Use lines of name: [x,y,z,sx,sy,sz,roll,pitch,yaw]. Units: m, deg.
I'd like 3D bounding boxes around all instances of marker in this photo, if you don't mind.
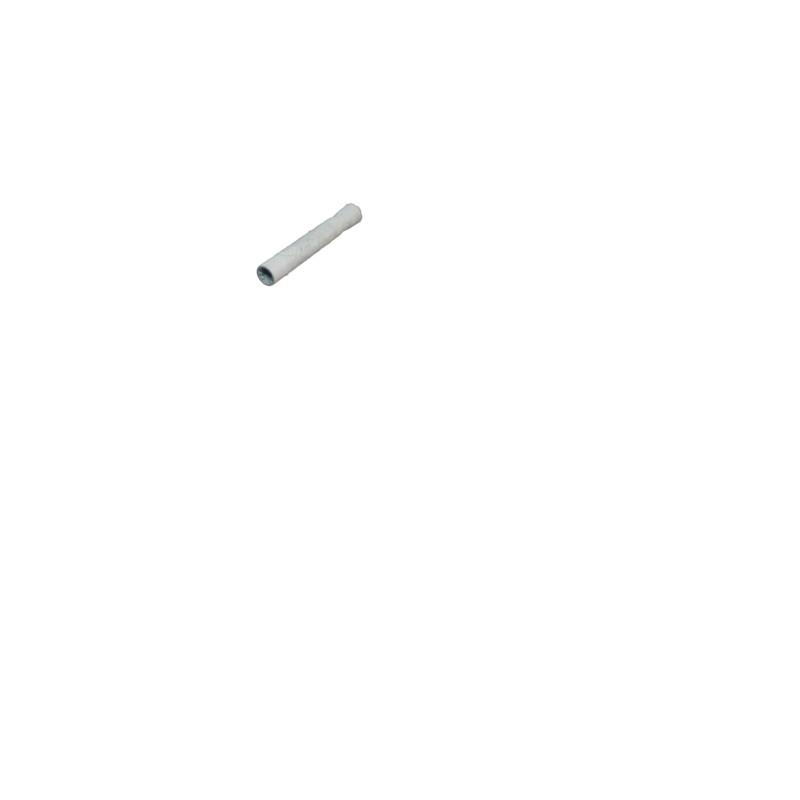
marker: [-0.070,-0.128,0.894,0.021,0.019,0.123,3,33,40]
